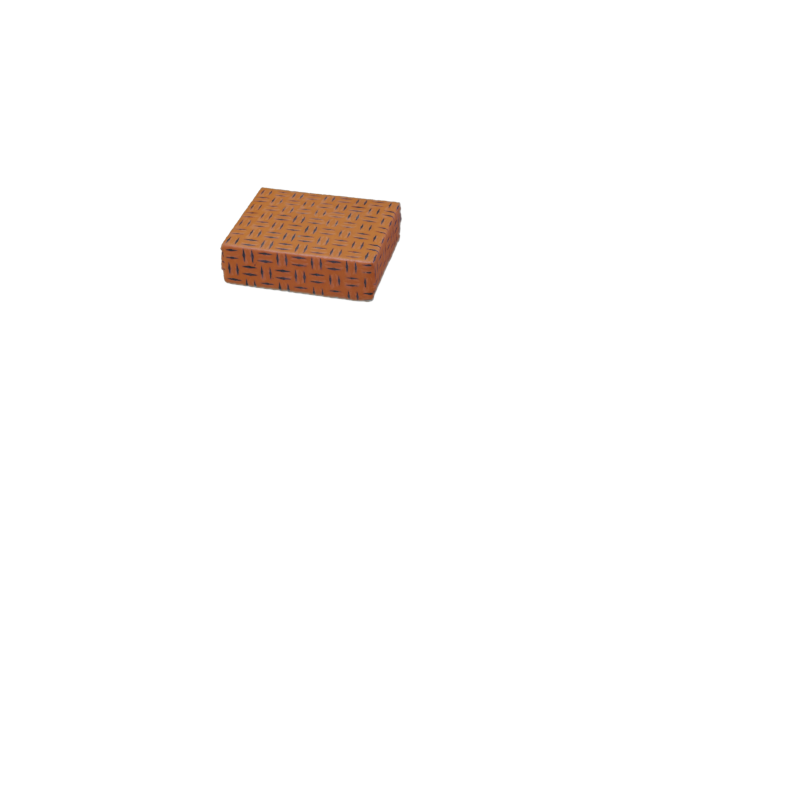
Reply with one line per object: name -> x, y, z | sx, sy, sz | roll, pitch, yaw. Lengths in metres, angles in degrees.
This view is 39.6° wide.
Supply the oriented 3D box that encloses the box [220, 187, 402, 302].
box -> -0.063, -0.115, 0.806 | 0.116, 0.036, 0.094 | 9, 38, 12
